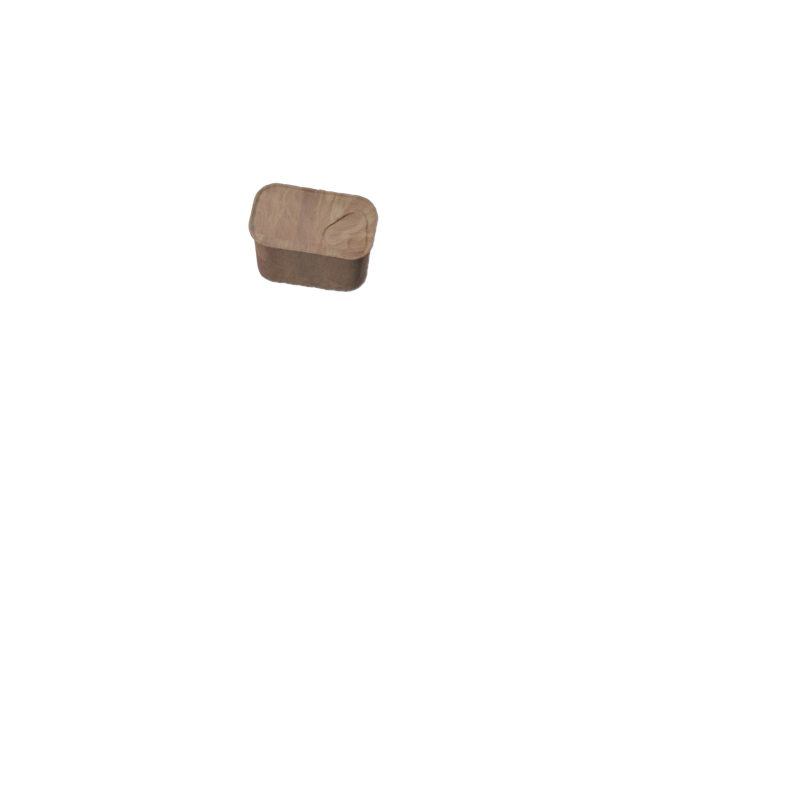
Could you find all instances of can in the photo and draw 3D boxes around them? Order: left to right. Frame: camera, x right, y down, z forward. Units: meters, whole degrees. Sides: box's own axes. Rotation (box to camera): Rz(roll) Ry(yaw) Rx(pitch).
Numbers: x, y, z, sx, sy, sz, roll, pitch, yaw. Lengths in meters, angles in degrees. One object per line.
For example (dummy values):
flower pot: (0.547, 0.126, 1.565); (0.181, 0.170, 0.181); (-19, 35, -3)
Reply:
can: (-0.072, -0.132, 0.925); (0.102, 0.060, 0.080); (9, -20, 2)
